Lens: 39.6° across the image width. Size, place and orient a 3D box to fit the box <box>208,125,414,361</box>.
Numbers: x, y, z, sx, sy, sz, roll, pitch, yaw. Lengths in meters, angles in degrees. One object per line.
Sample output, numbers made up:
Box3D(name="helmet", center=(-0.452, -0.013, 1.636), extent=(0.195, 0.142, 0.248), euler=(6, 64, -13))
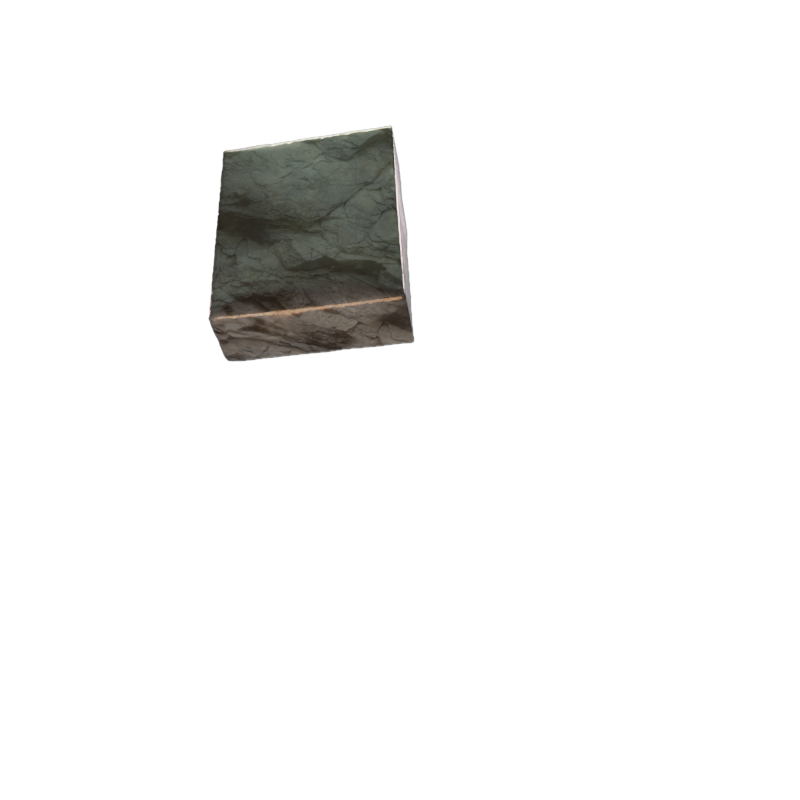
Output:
Box3D(name="box", center=(-0.077, -0.141, 0.985), extent=(0.165, 0.230, 0.066), euler=(-8, -42, 6))
